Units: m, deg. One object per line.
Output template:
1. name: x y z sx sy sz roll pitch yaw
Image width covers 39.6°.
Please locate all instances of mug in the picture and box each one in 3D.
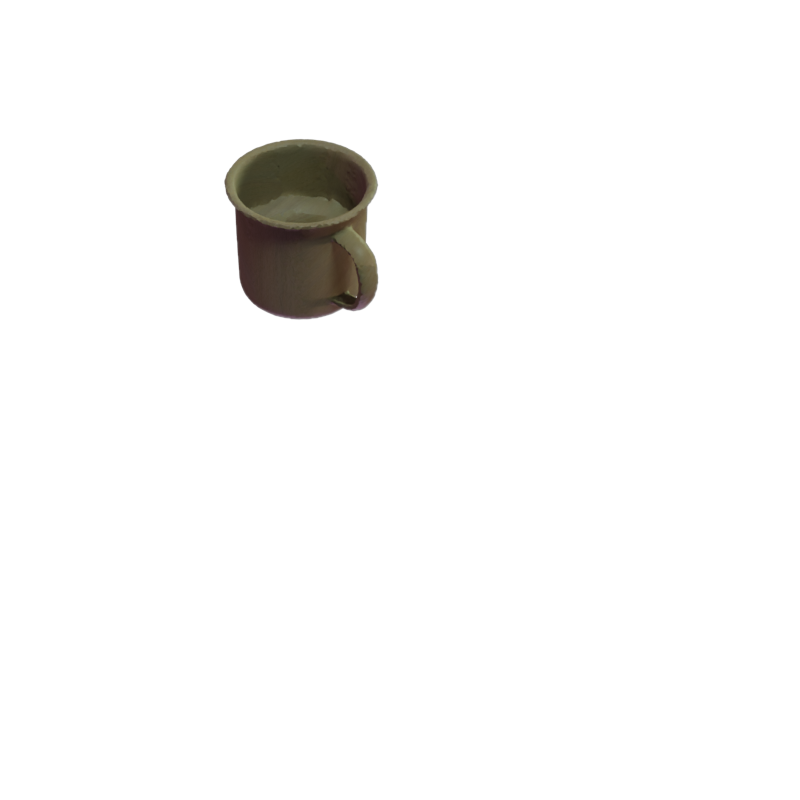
1. mug: -0.054 -0.099 0.691 0.093 0.076 0.126 -29 51 -29
